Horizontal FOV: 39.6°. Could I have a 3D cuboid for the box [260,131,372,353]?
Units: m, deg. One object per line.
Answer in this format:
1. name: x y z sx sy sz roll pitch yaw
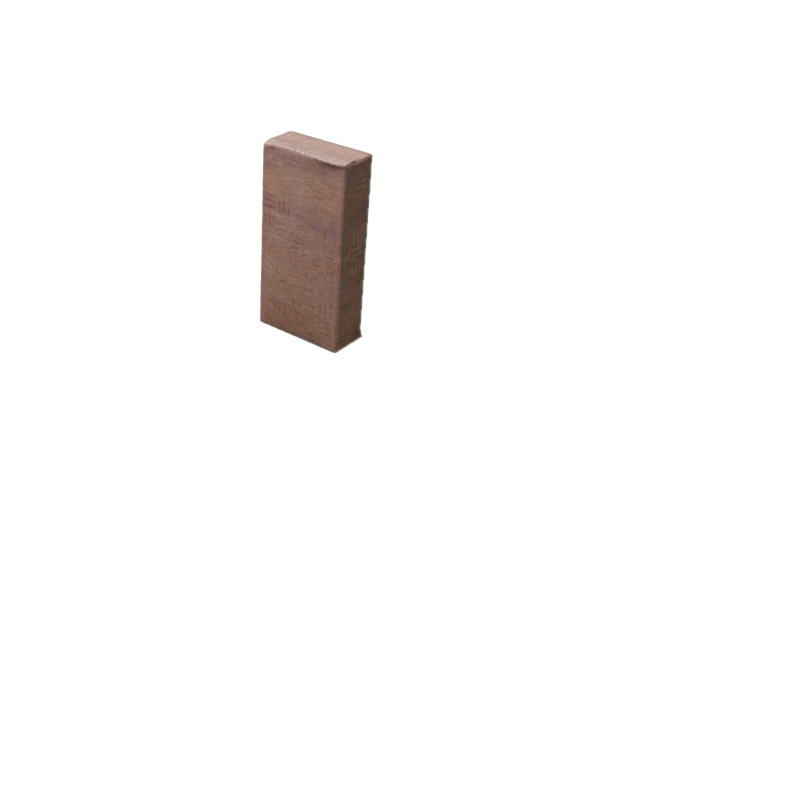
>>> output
1. box: -0.076 -0.138 0.969 0.099 0.167 0.048 21 33 32
